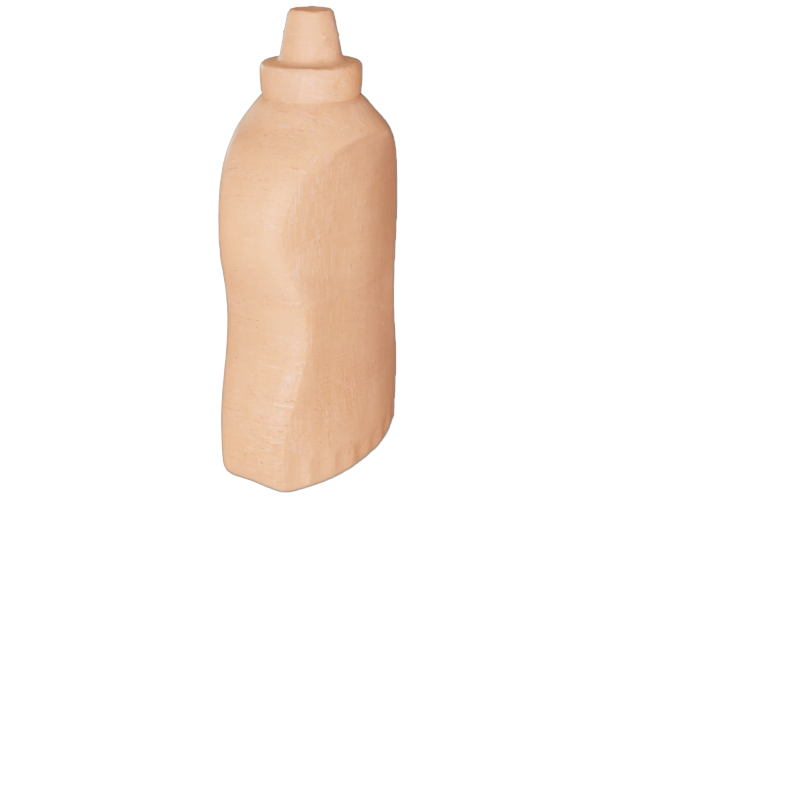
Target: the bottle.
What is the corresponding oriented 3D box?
[{"bbox_3d":[-0.037,-0.066,0.462,0.061,0.183,0.096,14,25,30],"label":"bottle"}]
